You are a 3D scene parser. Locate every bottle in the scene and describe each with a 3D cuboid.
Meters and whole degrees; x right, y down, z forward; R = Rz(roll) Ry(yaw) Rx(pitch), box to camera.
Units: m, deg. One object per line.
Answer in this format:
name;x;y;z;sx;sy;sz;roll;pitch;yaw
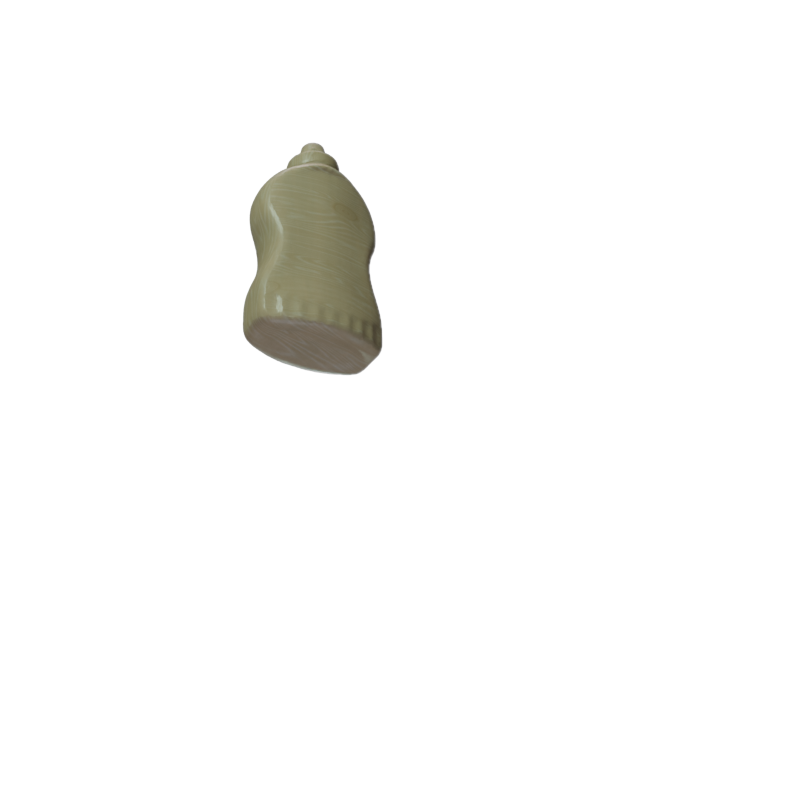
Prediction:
bottle;-0.064;-0.115;0.810;0.092;0.205;0.057;15;-41;-22
